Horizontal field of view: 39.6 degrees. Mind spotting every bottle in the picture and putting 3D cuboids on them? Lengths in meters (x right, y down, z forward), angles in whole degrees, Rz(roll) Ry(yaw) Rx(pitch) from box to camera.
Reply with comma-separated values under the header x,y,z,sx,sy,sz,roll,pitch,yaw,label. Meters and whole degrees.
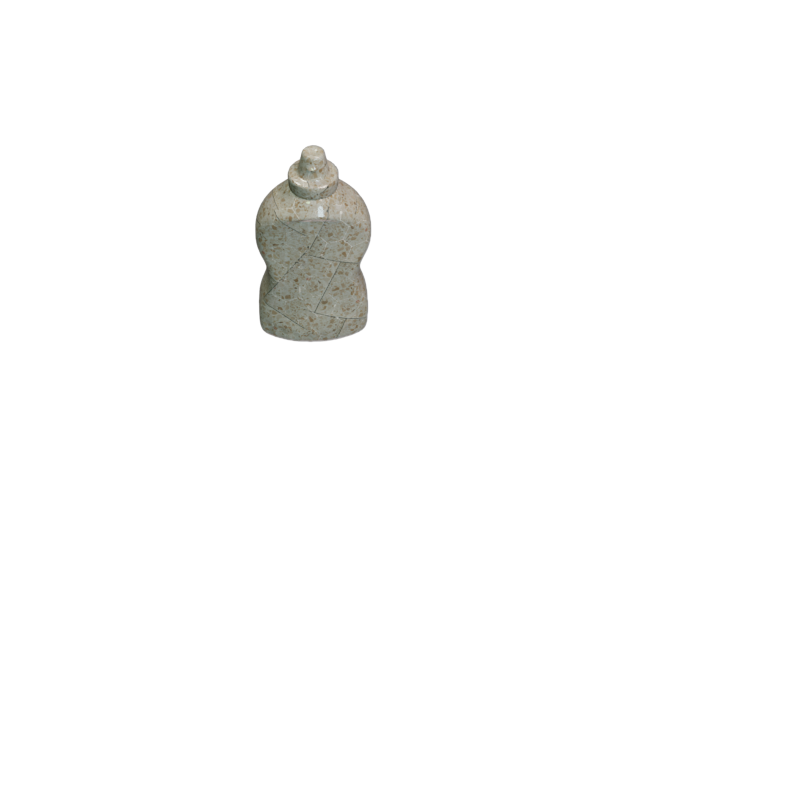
x,y,z,sx,sy,sz,roll,pitch,yaw,label
-0.073,-0.132,0.929,0.096,0.063,0.179,1,-44,-2,bottle
